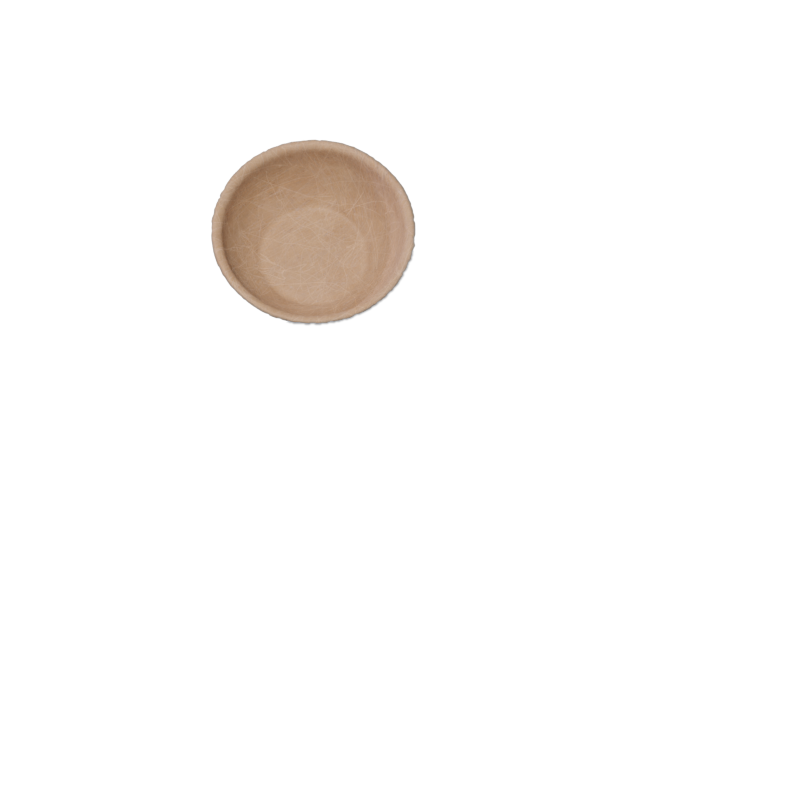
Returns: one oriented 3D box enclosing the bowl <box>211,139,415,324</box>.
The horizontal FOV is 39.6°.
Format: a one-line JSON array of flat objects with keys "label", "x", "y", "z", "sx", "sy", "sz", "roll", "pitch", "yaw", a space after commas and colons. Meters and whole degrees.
[{"label": "bowl", "x": -0.070, "y": -0.128, "z": 0.899, "sx": 0.162, "sy": 0.171, "sz": 0.052, "roll": -1, "pitch": -23, "yaw": -1}]
